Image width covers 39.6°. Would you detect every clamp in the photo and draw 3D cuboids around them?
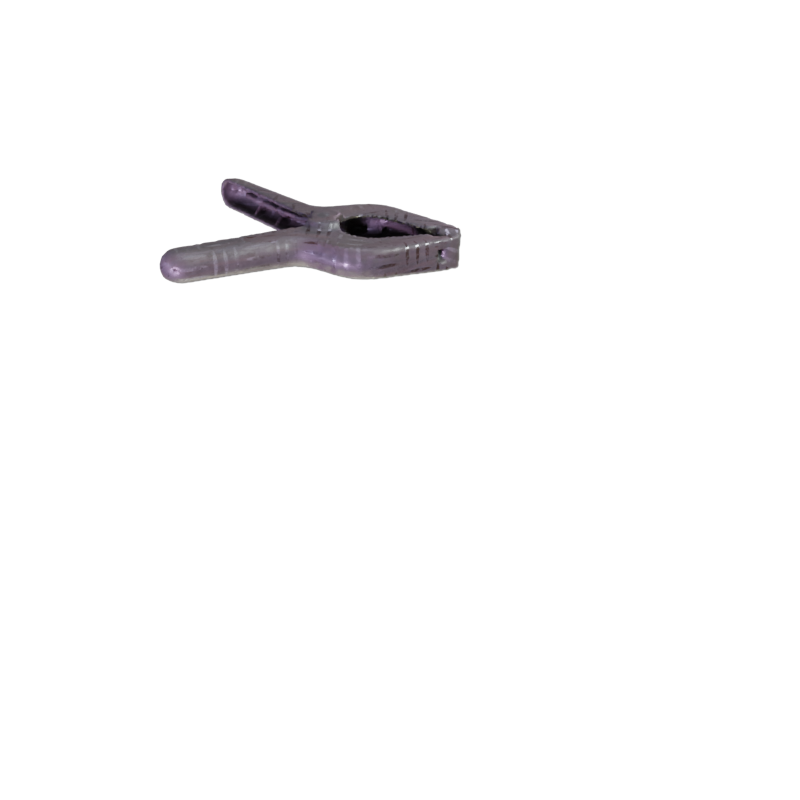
[{"bbox_3d":[-0.064,-0.116,0.815,0.215,0.034,0.170,9,32,15],"label":"clamp"}]
